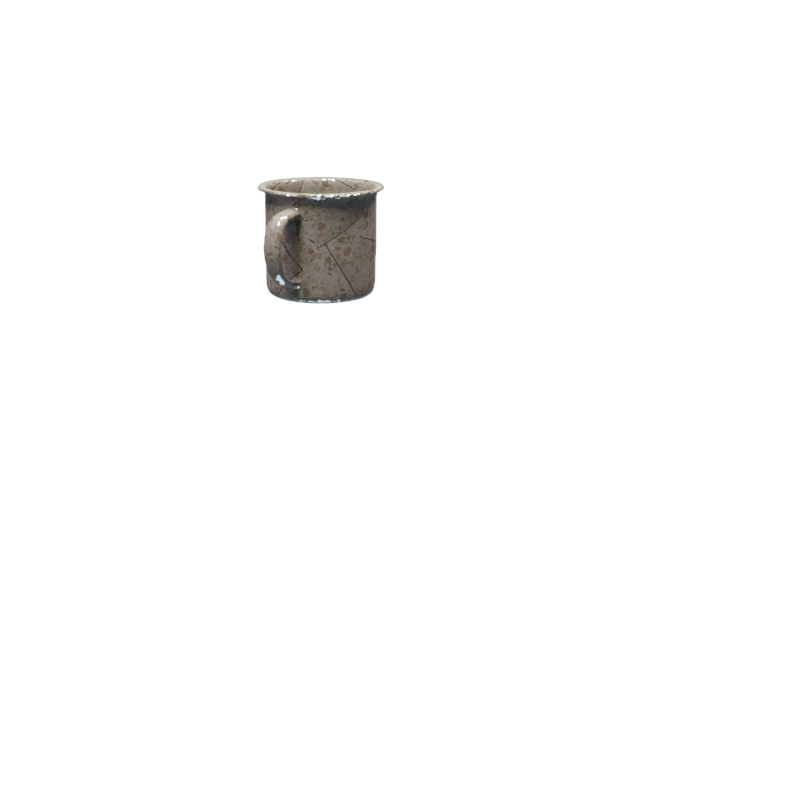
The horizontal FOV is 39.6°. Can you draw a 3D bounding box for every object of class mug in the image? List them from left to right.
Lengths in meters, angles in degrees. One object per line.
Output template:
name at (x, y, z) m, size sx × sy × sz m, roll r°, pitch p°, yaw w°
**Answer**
mug at (-0.064, -0.116, 0.813) m, size 0.097 × 0.079 × 0.117 m, roll 7°, pitch 18°, yaw 24°
